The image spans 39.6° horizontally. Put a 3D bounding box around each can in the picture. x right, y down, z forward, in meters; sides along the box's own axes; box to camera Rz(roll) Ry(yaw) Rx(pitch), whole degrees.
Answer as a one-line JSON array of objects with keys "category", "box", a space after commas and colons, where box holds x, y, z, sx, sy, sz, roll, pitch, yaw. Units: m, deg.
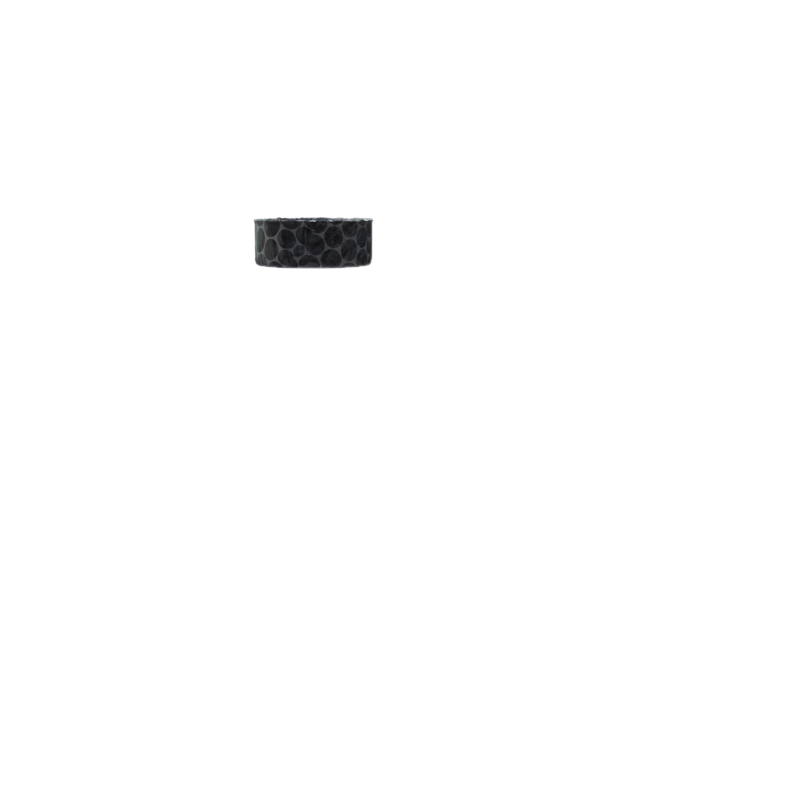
[{"category": "can", "box": [-0.062, -0.113, 0.795, 0.086, 0.033, 0.087, 0, 10, -2]}]
